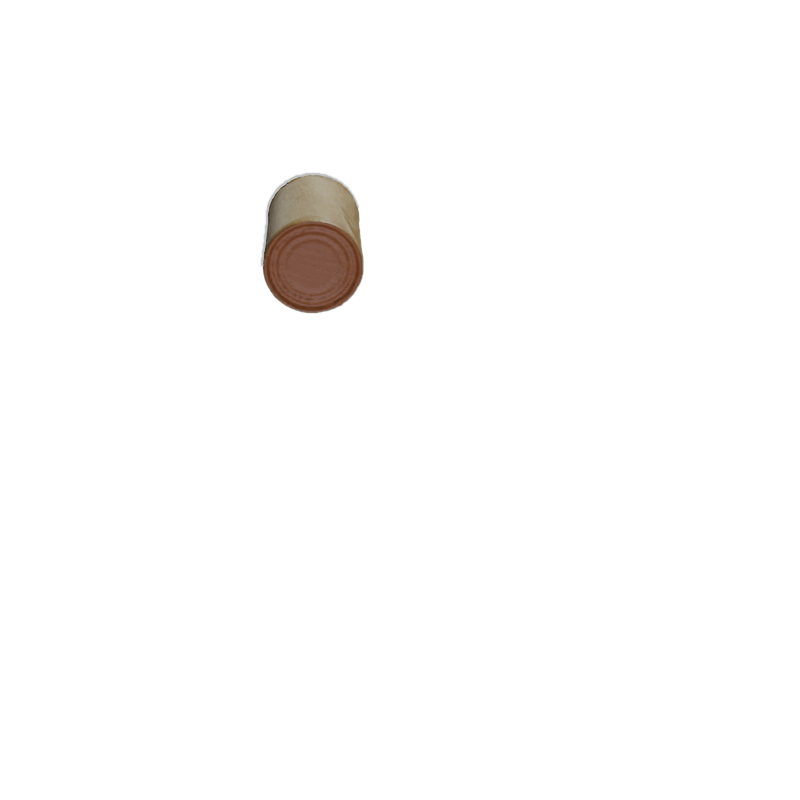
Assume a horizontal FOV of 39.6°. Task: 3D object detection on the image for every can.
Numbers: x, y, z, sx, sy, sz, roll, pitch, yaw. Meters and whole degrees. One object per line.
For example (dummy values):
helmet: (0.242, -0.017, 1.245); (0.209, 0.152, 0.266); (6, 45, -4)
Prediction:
can: (-0.060, -0.109, 0.767); (0.068, 0.065, 0.108); (0, 25, -3)
